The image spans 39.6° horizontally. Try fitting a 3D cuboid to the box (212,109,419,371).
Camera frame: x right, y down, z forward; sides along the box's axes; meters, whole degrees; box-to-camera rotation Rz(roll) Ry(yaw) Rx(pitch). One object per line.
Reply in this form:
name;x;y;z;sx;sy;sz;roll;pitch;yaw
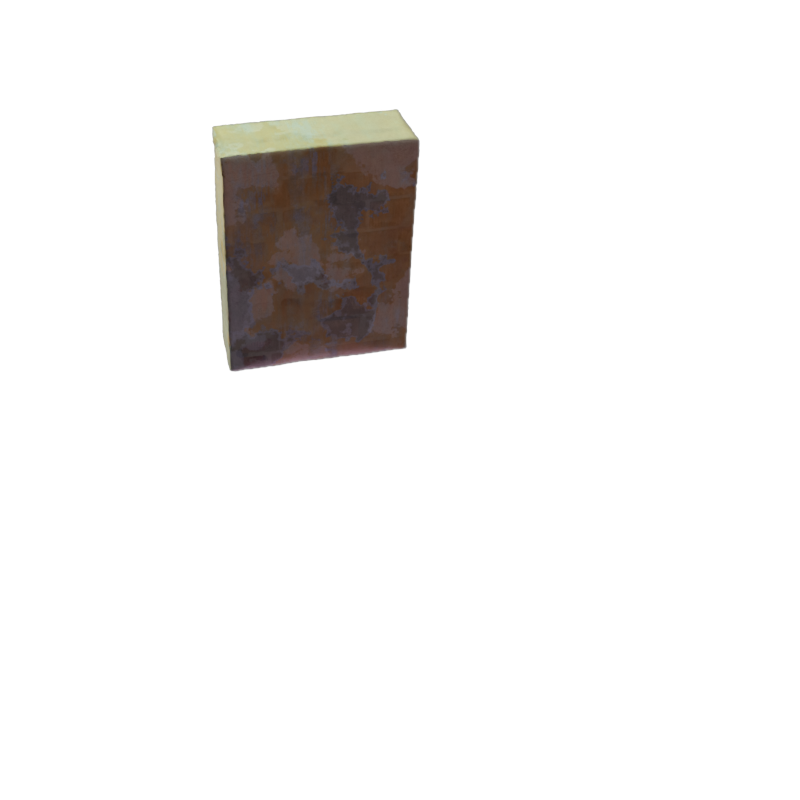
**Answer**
box;-0.075;-0.136;0.956;0.162;0.200;0.077;-7;35;-12
